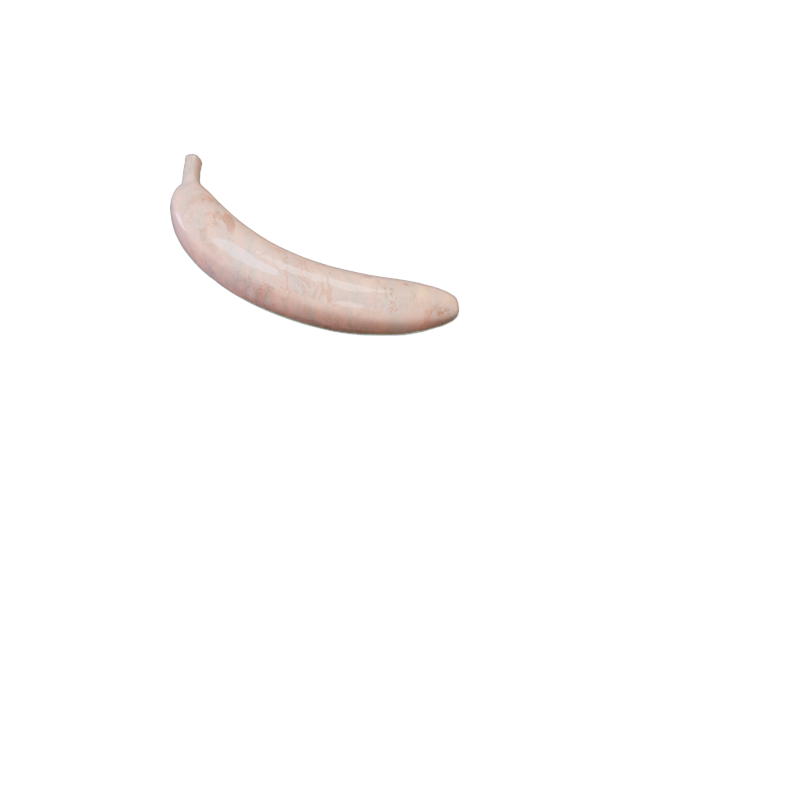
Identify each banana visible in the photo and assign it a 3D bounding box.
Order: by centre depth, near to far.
[{"bbox_3d":[-0.064,-0.081,0.652,0.204,0.071,0.035,31,-21,13],"label":"banana"}]
